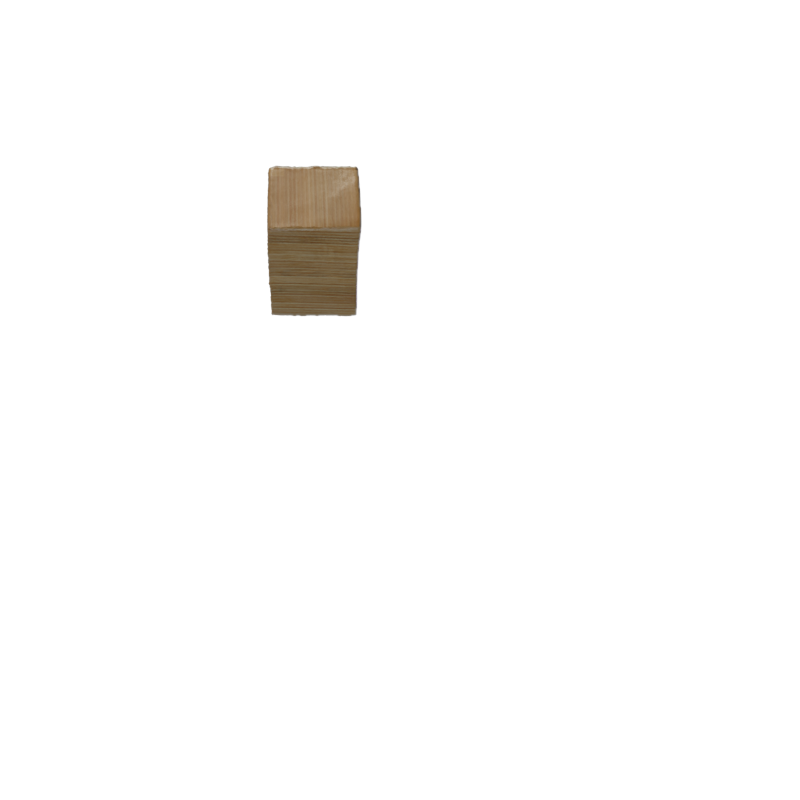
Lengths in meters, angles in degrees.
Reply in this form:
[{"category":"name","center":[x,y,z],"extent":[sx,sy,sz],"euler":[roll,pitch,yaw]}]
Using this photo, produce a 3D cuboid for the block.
[{"category":"block","center":[-0.050,-0.092,0.643],"extent":[0.053,0.055,0.073],"euler":[1,-38,-3]}]
